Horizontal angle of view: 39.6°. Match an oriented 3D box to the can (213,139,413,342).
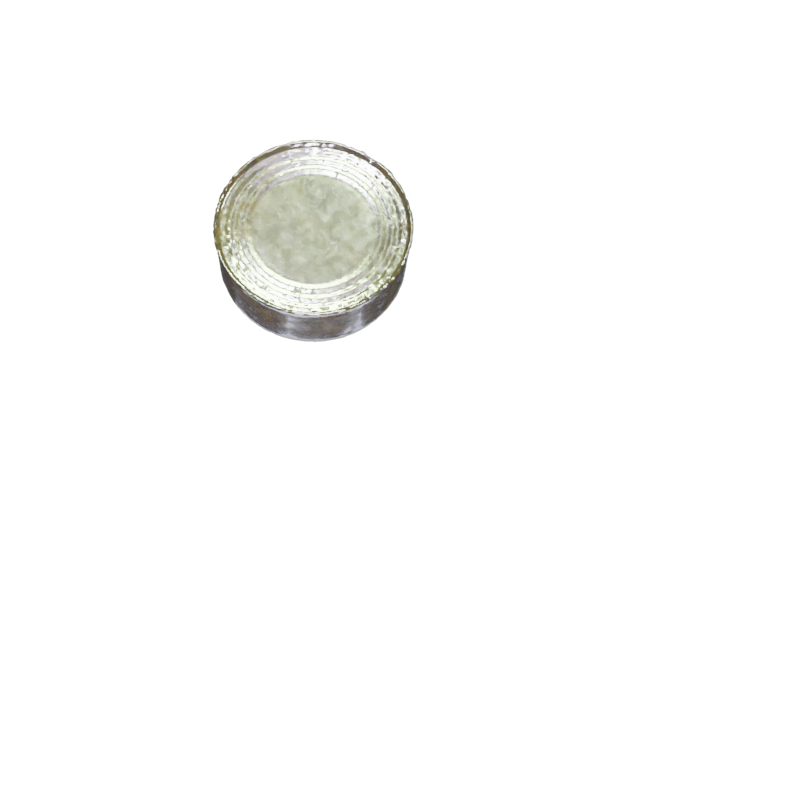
[{"bbox_3d":[-0.038,-0.070,0.489,0.086,0.091,0.032,-1,-26,-1],"label":"can"}]
